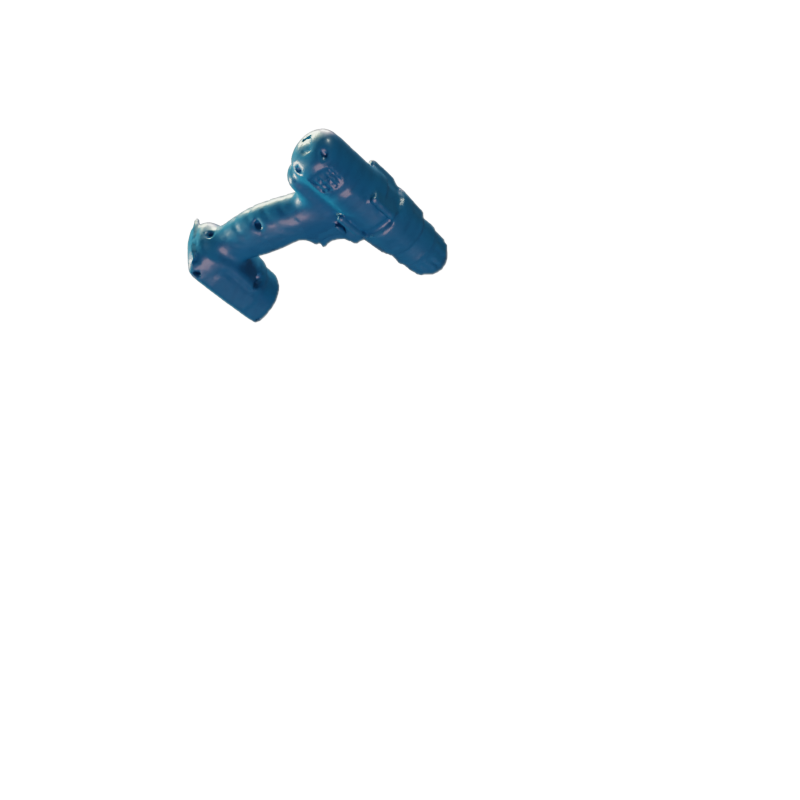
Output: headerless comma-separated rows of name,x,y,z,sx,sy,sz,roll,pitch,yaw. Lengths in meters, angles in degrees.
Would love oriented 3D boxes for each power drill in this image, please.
power drill,-0.075,-0.137,0.958,0.188,0.062,0.172,-27,-47,27
